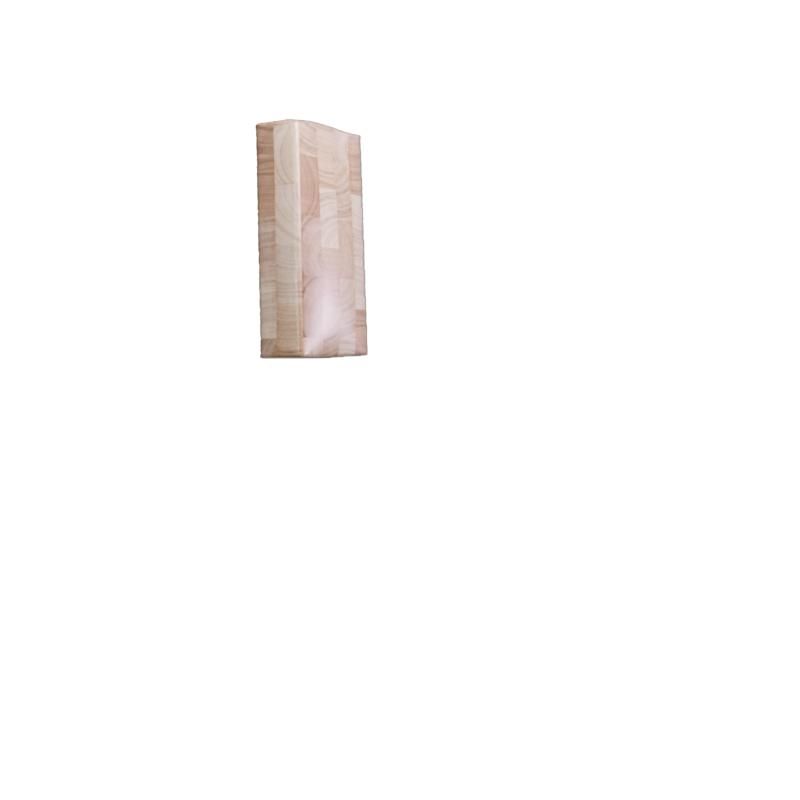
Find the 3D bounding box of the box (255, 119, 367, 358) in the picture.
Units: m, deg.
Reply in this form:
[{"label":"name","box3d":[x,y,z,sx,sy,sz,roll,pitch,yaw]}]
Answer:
[{"label":"box","box3d":[-0.066,-0.121,0.847,0.050,0.178,0.090,-2,-3,32]}]
